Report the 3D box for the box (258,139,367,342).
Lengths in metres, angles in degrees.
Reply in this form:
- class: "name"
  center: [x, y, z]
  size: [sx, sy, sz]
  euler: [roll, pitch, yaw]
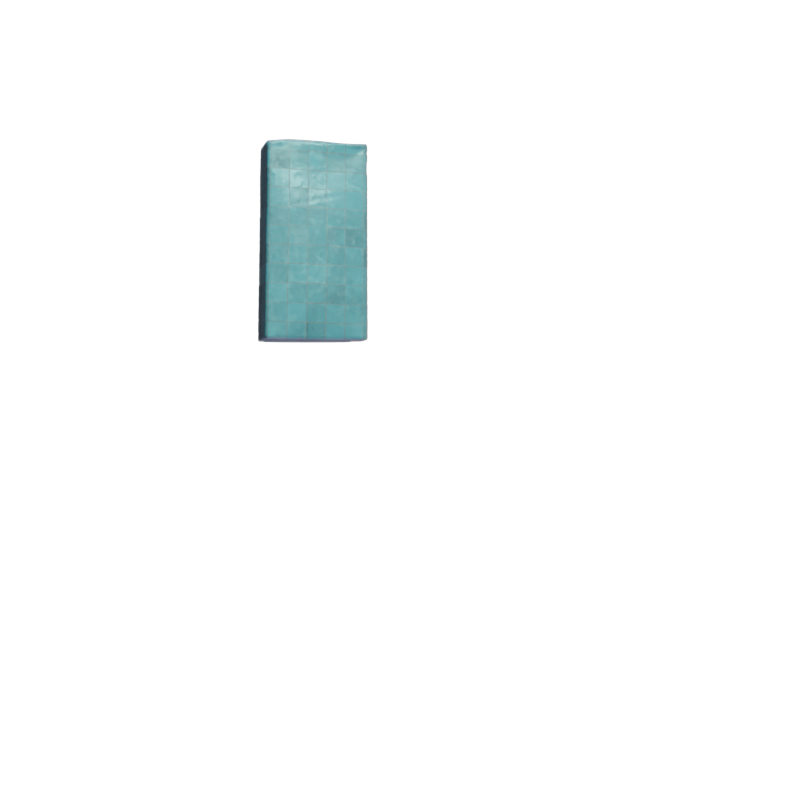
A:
- class: "box"
  center: [-0.077, -0.140, 0.978]
  size: [0.092, 0.179, 0.048]
  euler: [1, -7, -13]
